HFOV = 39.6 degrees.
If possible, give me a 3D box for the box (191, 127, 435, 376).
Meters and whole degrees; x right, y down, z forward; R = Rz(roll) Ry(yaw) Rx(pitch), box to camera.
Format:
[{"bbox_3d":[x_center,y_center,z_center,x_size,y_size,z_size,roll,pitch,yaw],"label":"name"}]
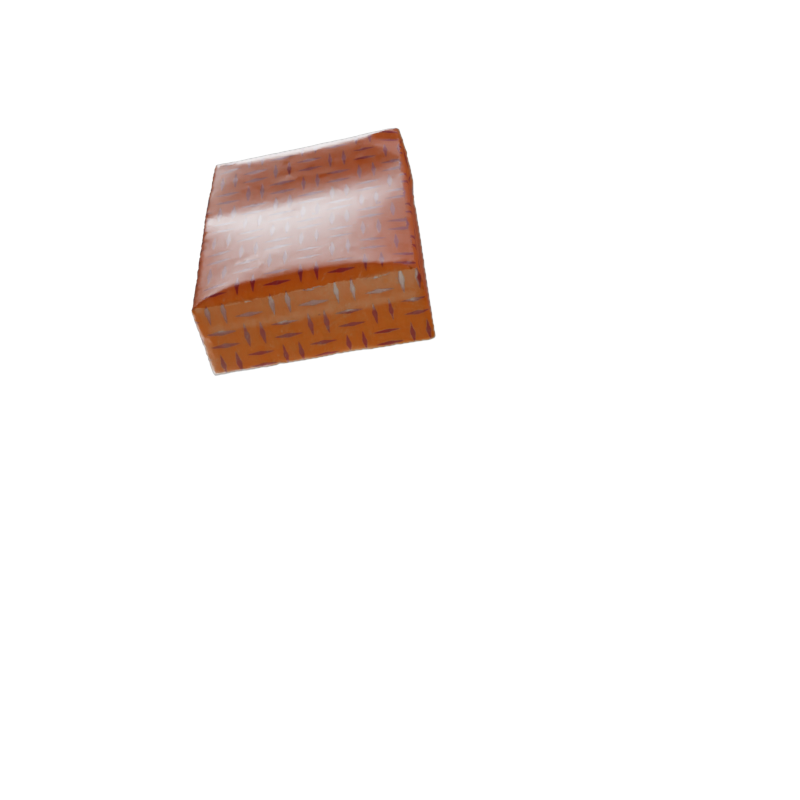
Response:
[{"bbox_3d":[-0.067,-0.122,0.858,0.165,0.067,0.229,-11,38,5],"label":"box"}]
